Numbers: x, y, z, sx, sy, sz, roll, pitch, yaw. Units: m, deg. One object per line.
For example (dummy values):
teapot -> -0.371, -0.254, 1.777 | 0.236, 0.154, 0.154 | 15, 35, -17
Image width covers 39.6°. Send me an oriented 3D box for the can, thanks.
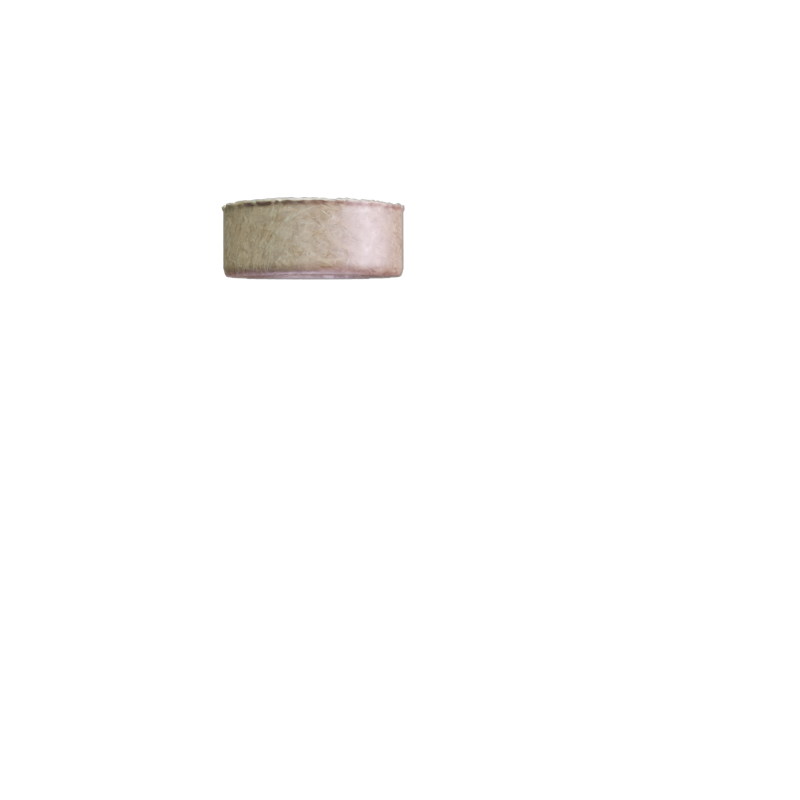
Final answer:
can -> -0.041, -0.074, 0.519 | 0.086, 0.034, 0.086 | 0, 3, -2
